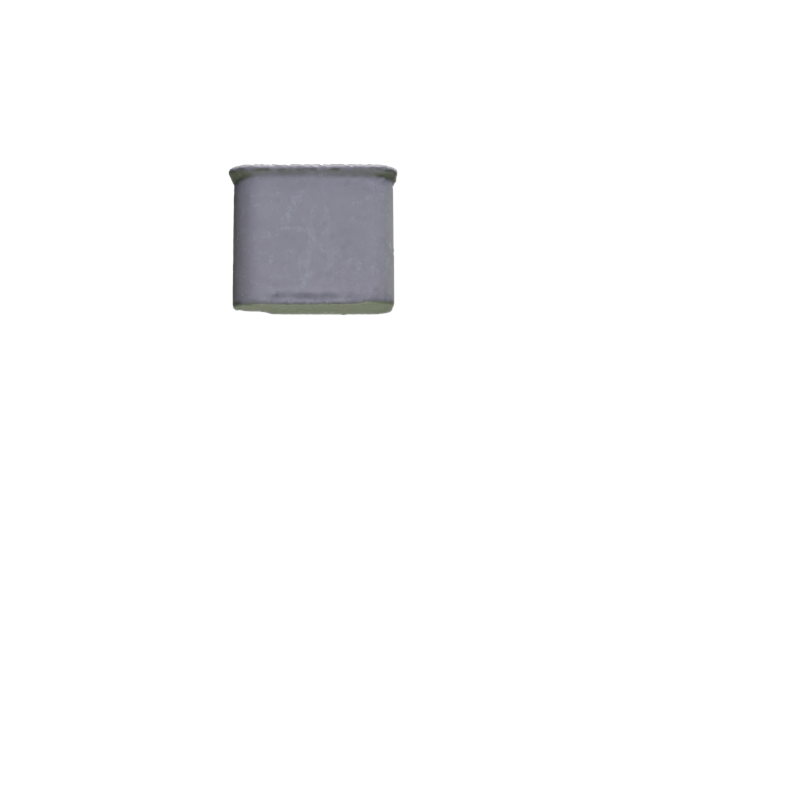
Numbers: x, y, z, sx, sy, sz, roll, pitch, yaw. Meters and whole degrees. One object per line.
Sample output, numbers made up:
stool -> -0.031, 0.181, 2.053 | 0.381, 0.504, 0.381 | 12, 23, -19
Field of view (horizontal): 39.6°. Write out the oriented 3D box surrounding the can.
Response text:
can -> -0.052, -0.096, 0.671 | 0.102, 0.086, 0.056 | 0, -7, 0
